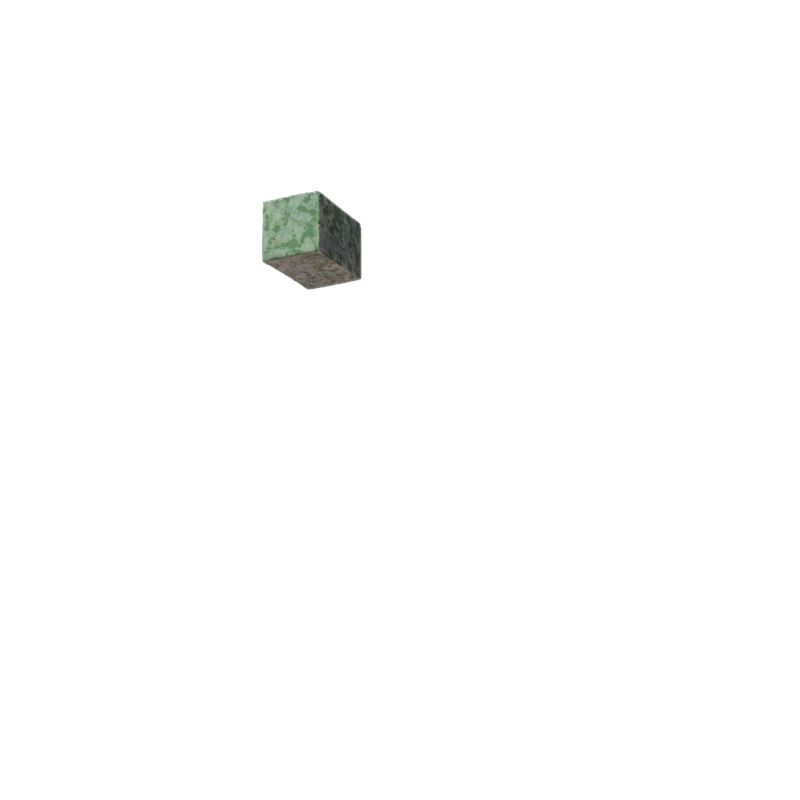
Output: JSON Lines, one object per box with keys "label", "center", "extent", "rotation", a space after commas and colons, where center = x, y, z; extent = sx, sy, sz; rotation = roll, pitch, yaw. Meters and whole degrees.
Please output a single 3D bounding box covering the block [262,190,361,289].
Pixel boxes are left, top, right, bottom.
{"label": "block", "center": [-0.070, -0.127, 0.890], "extent": [0.054, 0.054, 0.073], "rotation": [-9, -18, 23]}
